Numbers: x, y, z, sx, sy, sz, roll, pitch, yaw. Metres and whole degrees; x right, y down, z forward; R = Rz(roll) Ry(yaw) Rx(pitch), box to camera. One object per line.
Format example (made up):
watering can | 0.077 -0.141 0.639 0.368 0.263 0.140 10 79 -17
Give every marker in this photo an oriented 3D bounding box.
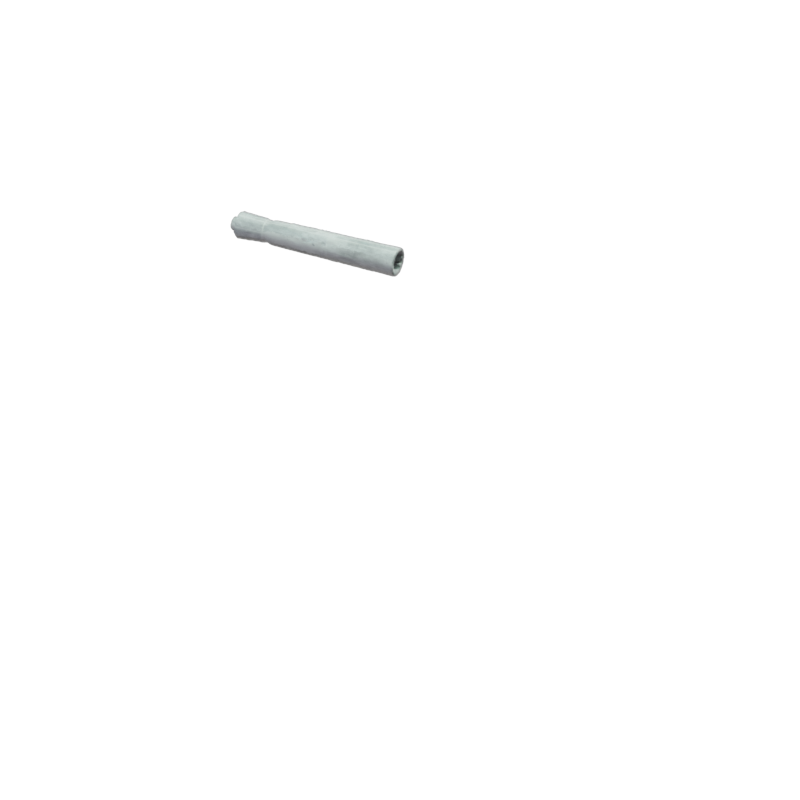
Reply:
marker | -0.056 -0.102 0.716 0.126 0.019 0.019 17 10 24
